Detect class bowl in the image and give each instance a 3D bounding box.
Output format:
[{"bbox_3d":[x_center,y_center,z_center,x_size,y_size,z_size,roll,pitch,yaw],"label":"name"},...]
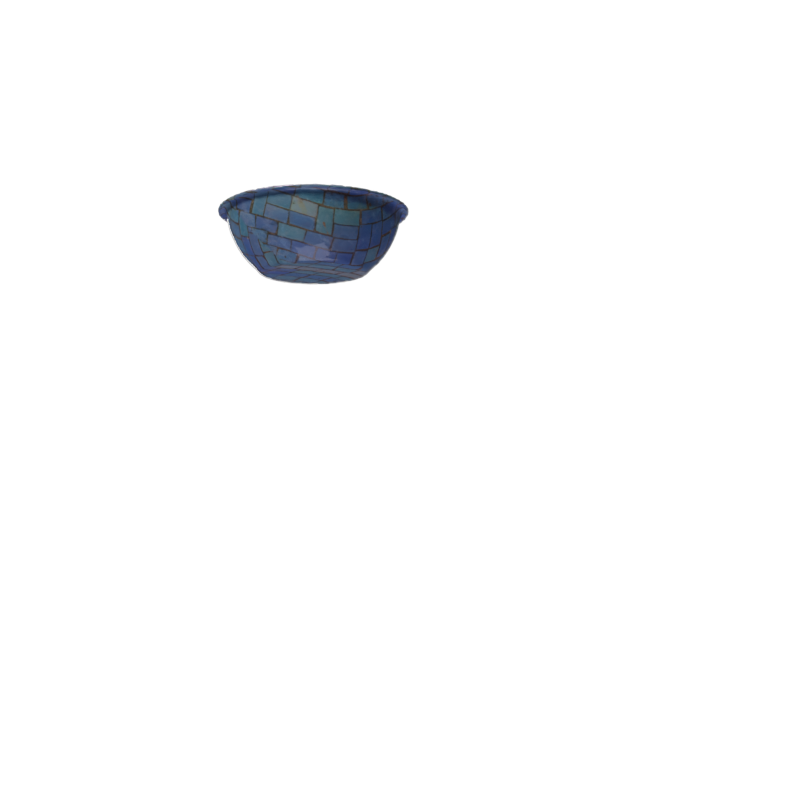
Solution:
[{"bbox_3d":[-0.073,-0.133,0.932,0.162,0.056,0.158,0,-7,-2],"label":"bowl"}]
